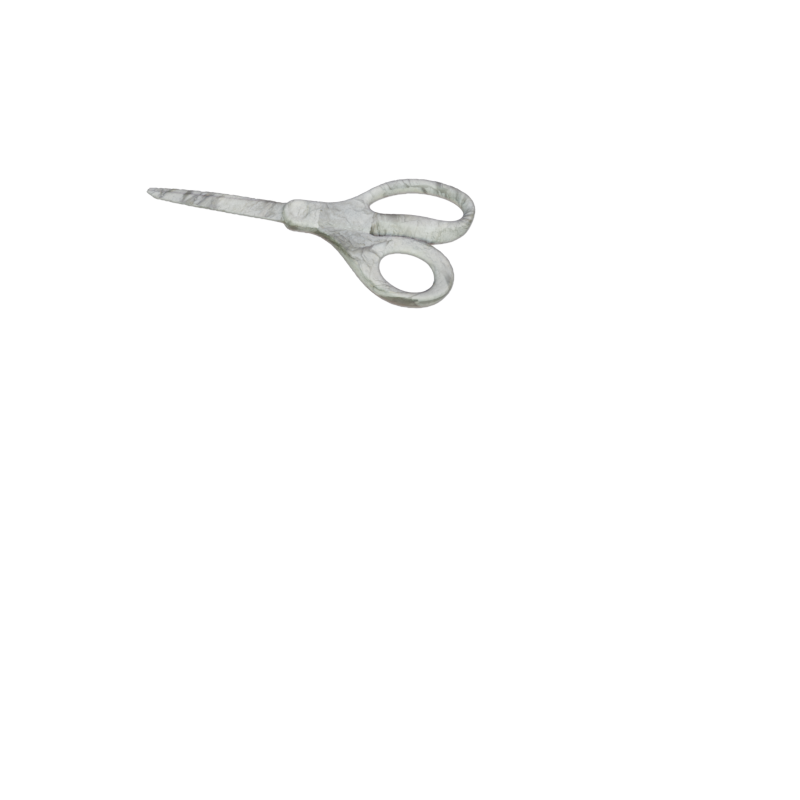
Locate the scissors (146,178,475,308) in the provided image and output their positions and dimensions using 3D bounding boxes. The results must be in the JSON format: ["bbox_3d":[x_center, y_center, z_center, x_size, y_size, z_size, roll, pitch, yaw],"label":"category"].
[{"bbox_3d":[-0.053,-0.096,0.674,0.201,0.103,0.015,-4,-30,-3],"label":"scissors"}]
